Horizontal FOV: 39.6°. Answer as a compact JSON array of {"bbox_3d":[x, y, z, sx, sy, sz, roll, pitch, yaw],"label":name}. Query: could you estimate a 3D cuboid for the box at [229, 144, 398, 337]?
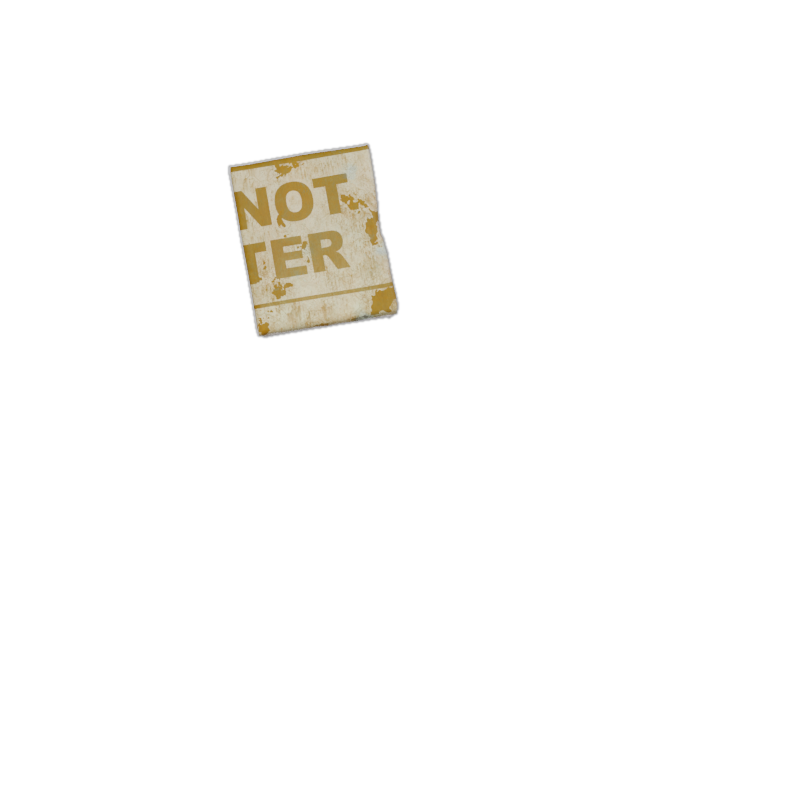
[{"bbox_3d":[-0.045,-0.081,0.570,0.073,0.091,0.030,-10,-6,-2],"label":"box"}]
